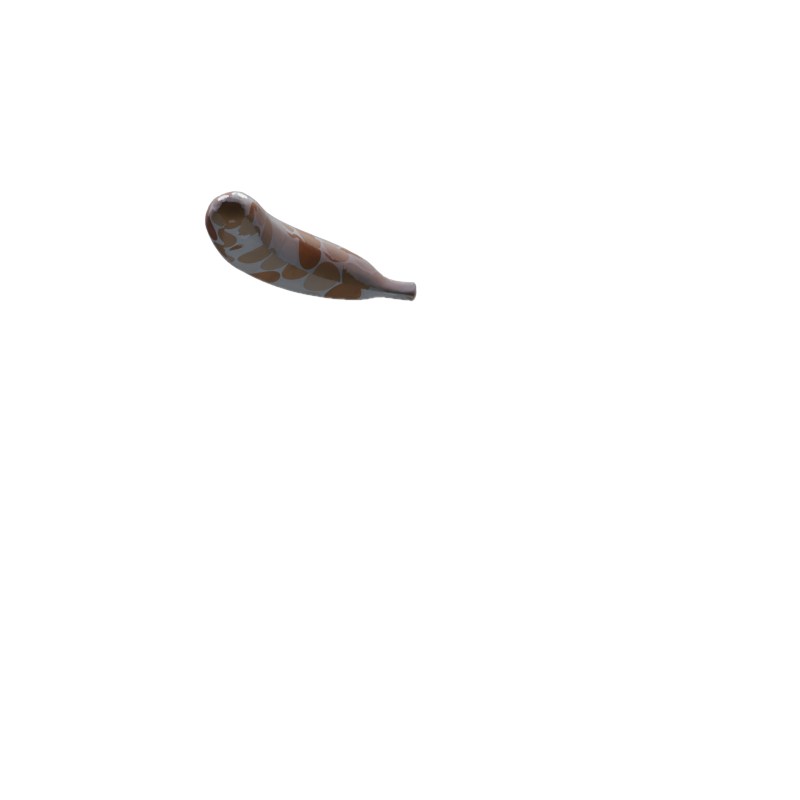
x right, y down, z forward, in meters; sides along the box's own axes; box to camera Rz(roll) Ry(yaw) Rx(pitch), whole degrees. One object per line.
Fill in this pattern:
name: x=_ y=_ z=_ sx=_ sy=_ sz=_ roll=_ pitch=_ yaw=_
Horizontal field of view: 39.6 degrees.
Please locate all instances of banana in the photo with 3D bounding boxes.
banana: x=-0.065 y=-0.091 z=0.664 sx=0.071 sy=0.038 sz=0.187 roll=-6 pitch=-11 yaw=31
